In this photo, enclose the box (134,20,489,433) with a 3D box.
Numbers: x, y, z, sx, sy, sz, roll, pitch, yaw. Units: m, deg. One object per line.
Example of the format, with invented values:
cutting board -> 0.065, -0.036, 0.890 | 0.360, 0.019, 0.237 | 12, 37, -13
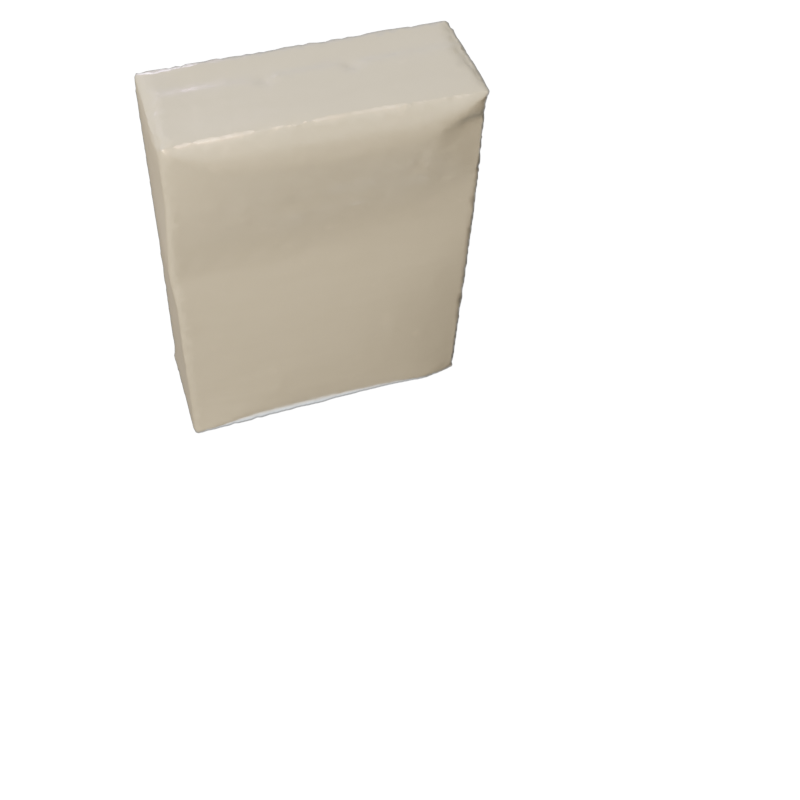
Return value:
box -> -0.047, -0.086, 0.601 | 0.162, 0.078, 0.199 | -13, -39, -13
